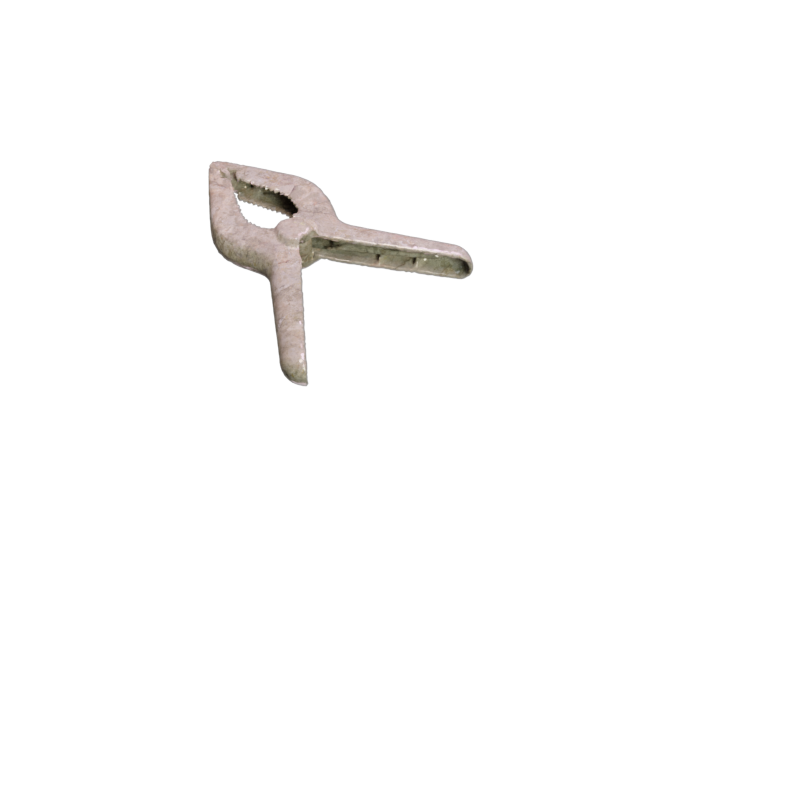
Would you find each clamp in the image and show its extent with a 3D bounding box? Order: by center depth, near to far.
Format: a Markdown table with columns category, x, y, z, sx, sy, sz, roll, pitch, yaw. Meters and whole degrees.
| category | x | y | z | sx | sy | sz | roll | pitch | yaw |
| --- | --- | --- | --- | --- | --- | --- | --- | --- | --- |
| clamp | -0.063 | -0.115 | 0.805 | 0.164 | 0.034 | 0.226 | -27 | 53 | -22 |
